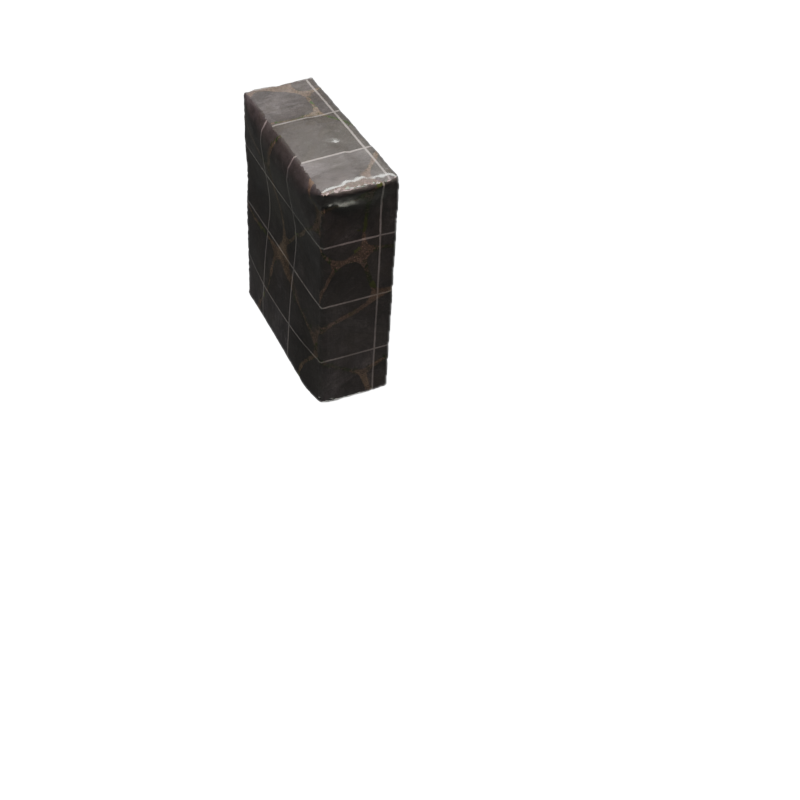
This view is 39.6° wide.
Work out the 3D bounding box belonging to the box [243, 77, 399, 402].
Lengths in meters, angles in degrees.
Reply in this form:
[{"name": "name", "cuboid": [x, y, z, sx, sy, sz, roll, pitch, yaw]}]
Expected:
[{"name": "box", "cuboid": [-0.071, -0.130, 0.913, 0.071, 0.199, 0.178, -15, 44, -20]}]
